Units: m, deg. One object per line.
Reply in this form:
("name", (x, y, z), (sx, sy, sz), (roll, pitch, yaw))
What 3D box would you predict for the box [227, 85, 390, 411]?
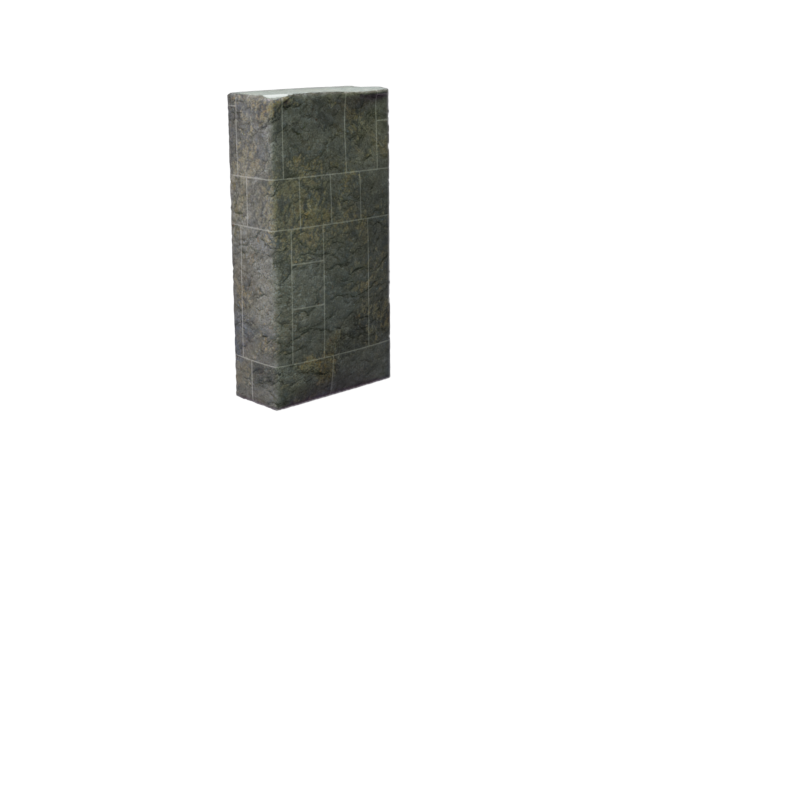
("box", (-0.050, -0.092, 0.643), (0.091, 0.171, 0.051), (-13, 19, -42))
